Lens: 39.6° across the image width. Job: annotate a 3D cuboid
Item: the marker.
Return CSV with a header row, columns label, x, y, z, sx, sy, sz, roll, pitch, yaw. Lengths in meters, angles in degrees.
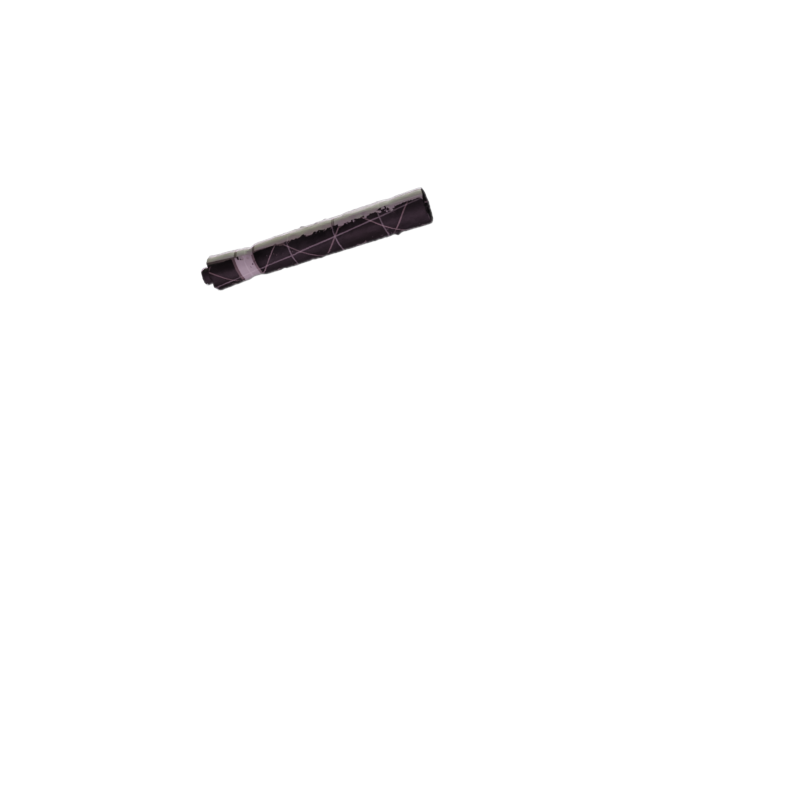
label,x,y,z,sx,sy,sz,roll,pitch,yaw
marker,-0.044,-0.079,0.557,0.122,0.020,0.020,-16,1,13
